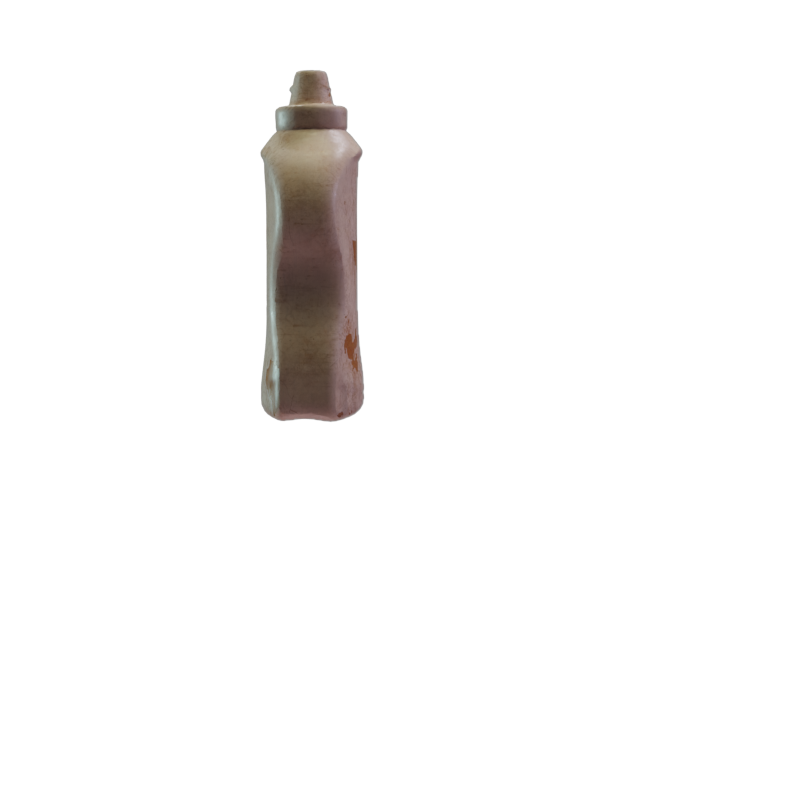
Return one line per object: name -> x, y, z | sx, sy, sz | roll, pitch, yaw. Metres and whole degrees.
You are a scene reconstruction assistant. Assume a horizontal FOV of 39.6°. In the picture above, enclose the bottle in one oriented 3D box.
bottle -> -0.050, -0.089, 0.627 | 0.059, 0.191, 0.096 | 0, 3, 4
